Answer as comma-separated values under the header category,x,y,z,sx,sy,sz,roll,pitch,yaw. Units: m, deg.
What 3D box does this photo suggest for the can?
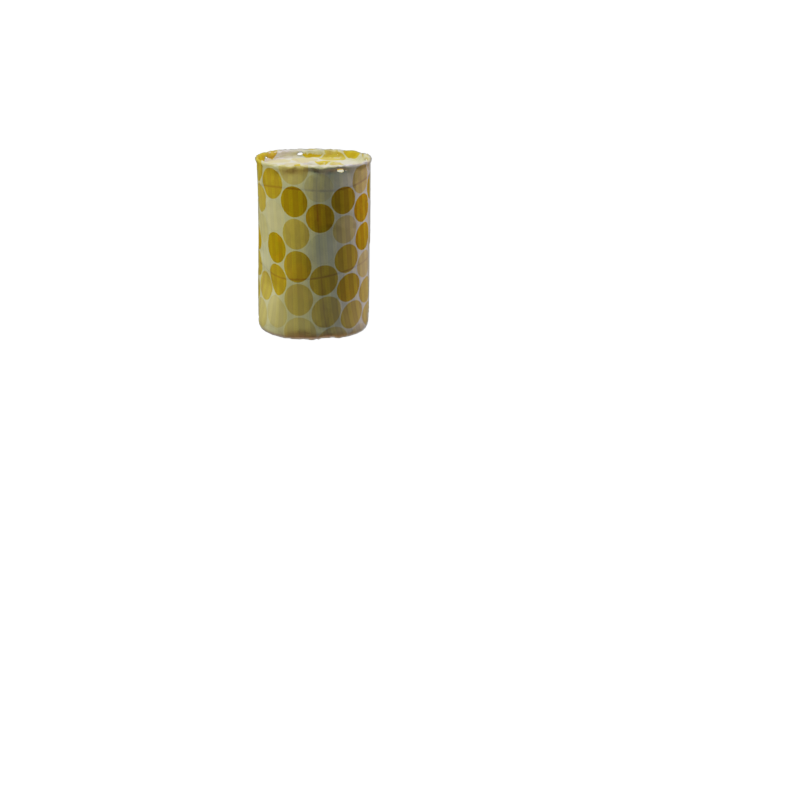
category,x,y,z,sx,sy,sz,roll,pitch,yaw
can,-0.051,-0.093,0.654,0.068,0.099,0.071,0,15,-2
